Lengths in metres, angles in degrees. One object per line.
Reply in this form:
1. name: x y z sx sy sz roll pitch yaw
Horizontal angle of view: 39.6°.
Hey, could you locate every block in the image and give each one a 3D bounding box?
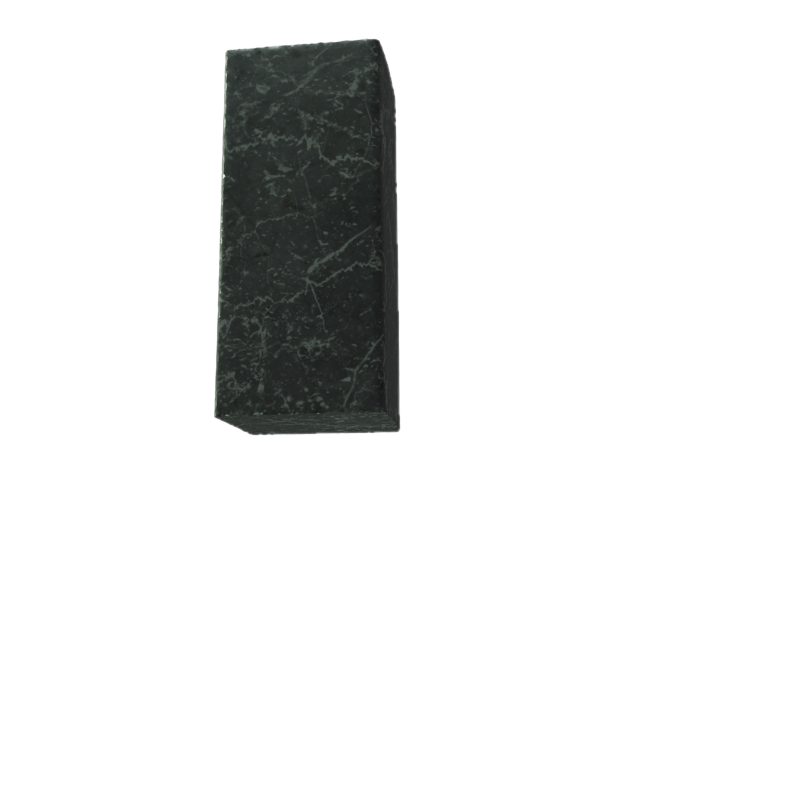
1. block: -0.049 -0.090 0.629 0.092 0.214 0.086 -3 -15 7
